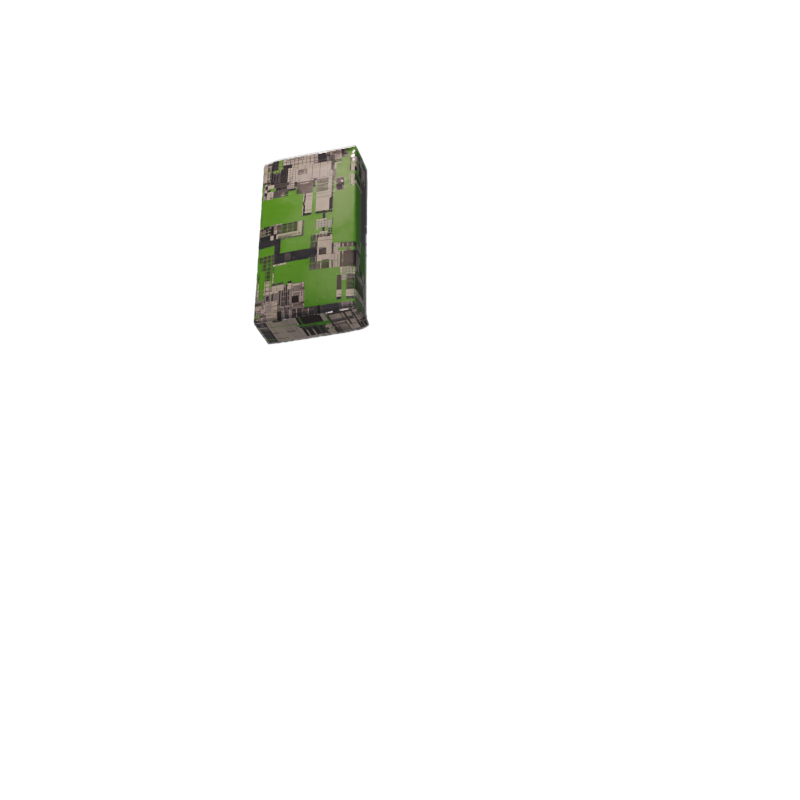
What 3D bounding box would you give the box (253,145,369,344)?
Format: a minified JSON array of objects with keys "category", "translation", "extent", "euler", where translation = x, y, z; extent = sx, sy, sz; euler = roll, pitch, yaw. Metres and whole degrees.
[{"category":"box","translation":[-0.077,-0.140,0.982],"extent":[0.094,0.188,0.044],"euler":[-10,-32,13]}]
